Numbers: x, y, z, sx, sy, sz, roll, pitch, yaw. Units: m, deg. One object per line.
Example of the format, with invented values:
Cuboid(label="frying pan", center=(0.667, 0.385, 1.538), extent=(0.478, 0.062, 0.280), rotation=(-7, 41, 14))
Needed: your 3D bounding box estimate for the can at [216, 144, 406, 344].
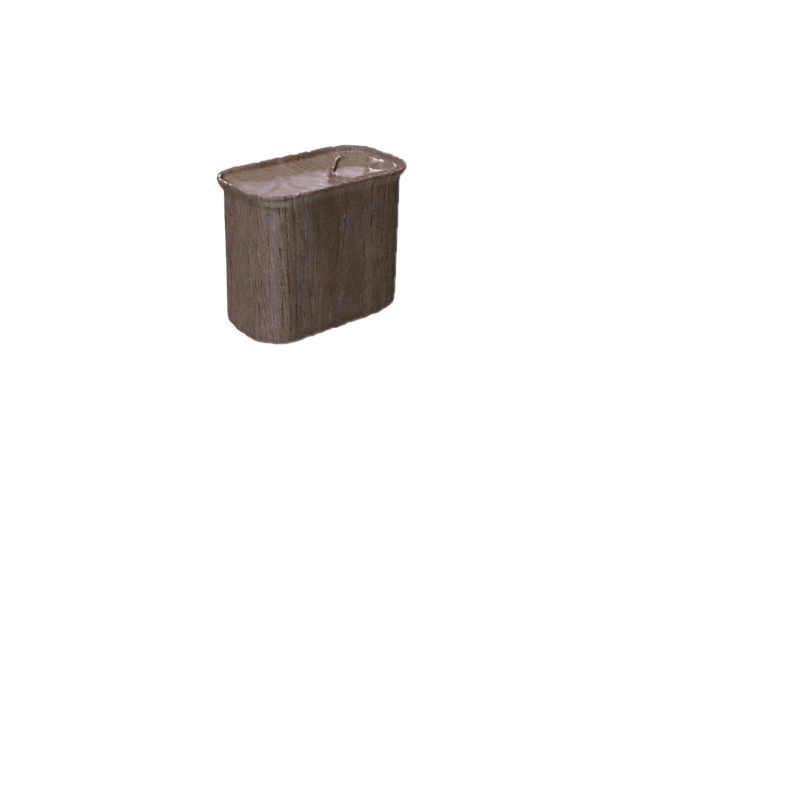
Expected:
Cuboid(label="can", center=(-0.047, -0.086, 0.601), extent=(0.100, 0.080, 0.061), rotation=(-20, 32, -36))
